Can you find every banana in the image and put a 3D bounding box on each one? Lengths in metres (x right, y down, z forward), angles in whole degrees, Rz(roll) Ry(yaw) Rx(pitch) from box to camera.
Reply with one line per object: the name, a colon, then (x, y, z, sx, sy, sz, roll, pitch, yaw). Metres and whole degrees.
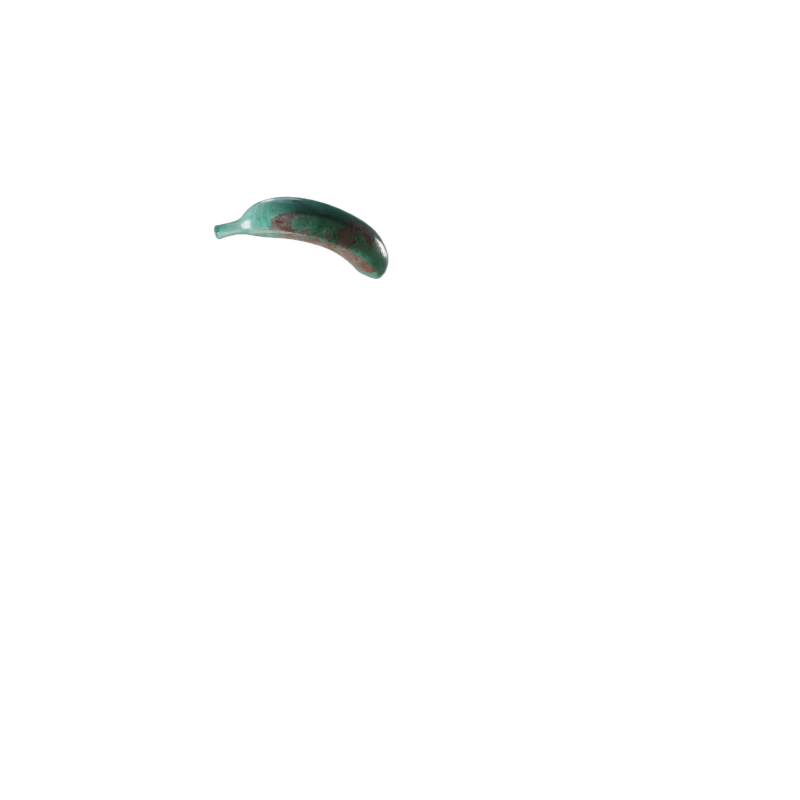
banana: (-0.067, -0.144, 0.973, 0.187, 0.038, 0.071, 12, -18, -42)
